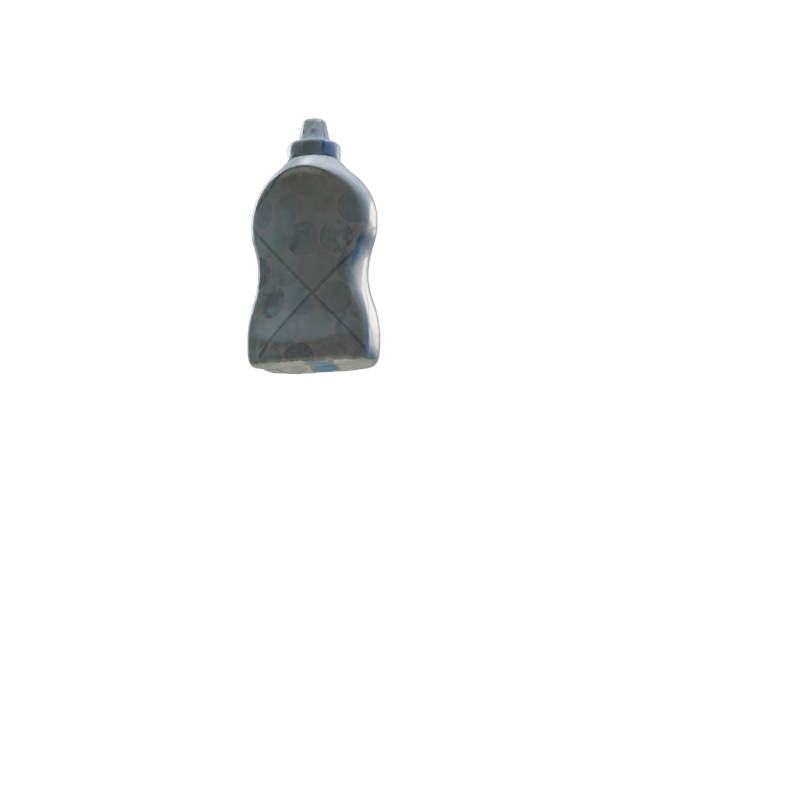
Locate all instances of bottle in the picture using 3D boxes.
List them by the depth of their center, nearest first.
[{"bbox_3d":[-0.065,-0.118,0.830,0.098,0.198,0.055,-6,-14,23],"label":"bottle"}]
